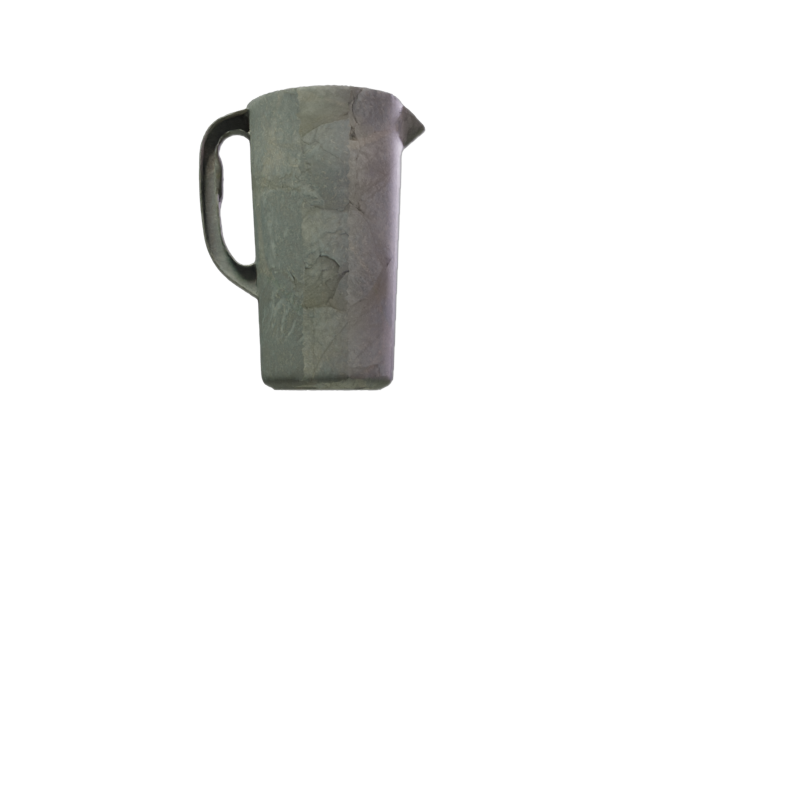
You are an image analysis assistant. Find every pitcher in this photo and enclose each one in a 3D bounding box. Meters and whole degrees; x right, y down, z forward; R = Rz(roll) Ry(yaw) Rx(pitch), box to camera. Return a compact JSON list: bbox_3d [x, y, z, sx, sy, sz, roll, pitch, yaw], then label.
[{"bbox_3d":[-0.072,-0.131,0.916,0.154,0.248,0.138,-5,-8,38],"label":"pitcher"}]
